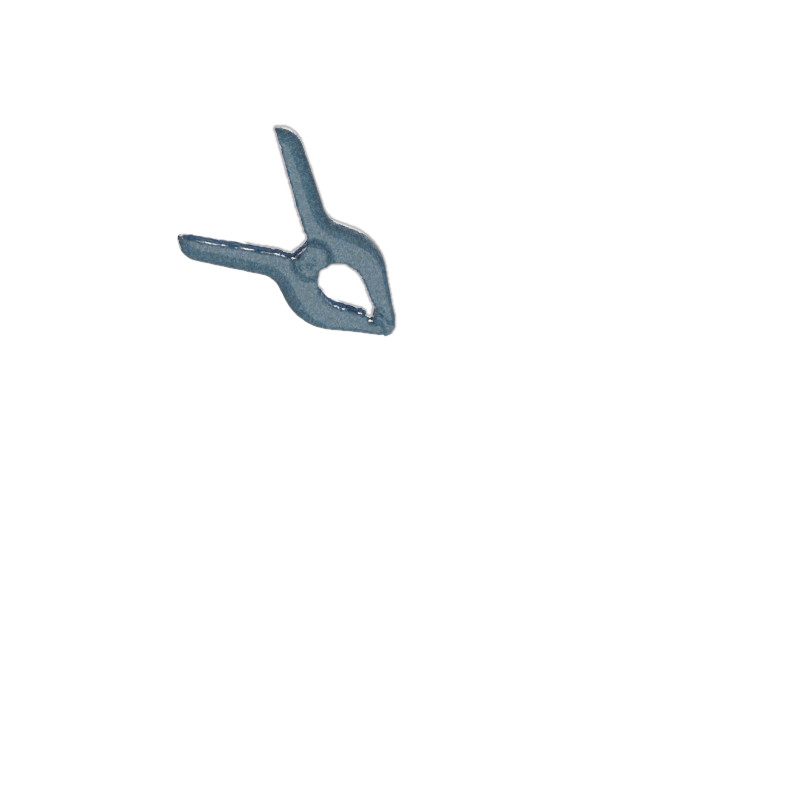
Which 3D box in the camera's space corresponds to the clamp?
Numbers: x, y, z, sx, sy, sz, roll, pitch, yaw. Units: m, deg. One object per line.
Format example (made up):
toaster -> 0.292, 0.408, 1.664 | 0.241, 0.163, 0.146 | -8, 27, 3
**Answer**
clamp -> -0.064, -0.117, 0.818 | 0.167, 0.118, 0.041 | 32, 16, -10
